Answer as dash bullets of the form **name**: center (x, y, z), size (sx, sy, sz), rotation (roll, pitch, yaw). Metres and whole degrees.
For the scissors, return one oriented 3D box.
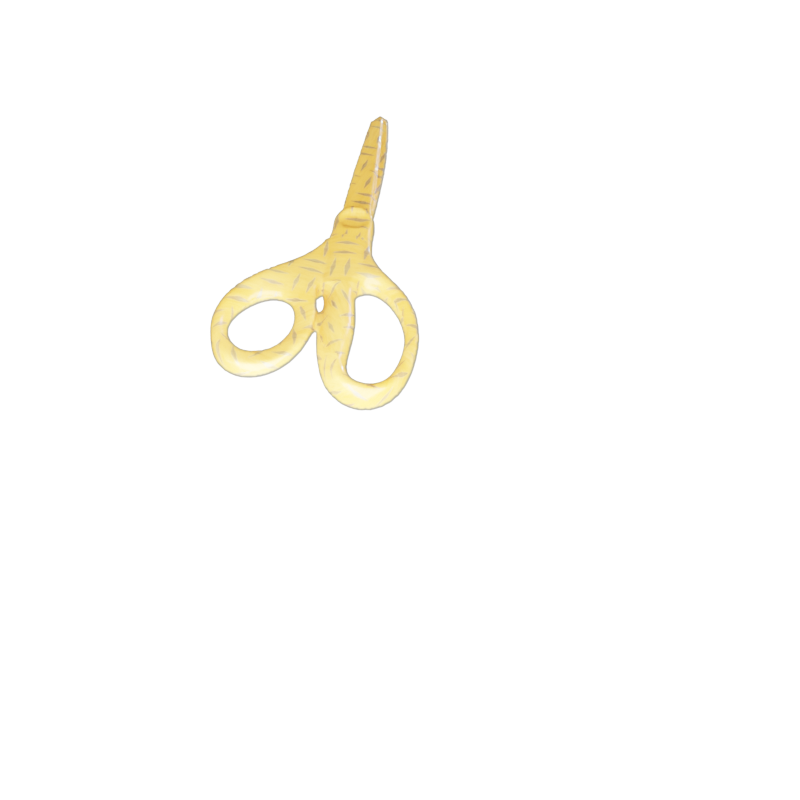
- **scissors**: center (-0.040, -0.073, 0.513), size (0.096, 0.015, 0.218), rotation (-5, 44, -5)
